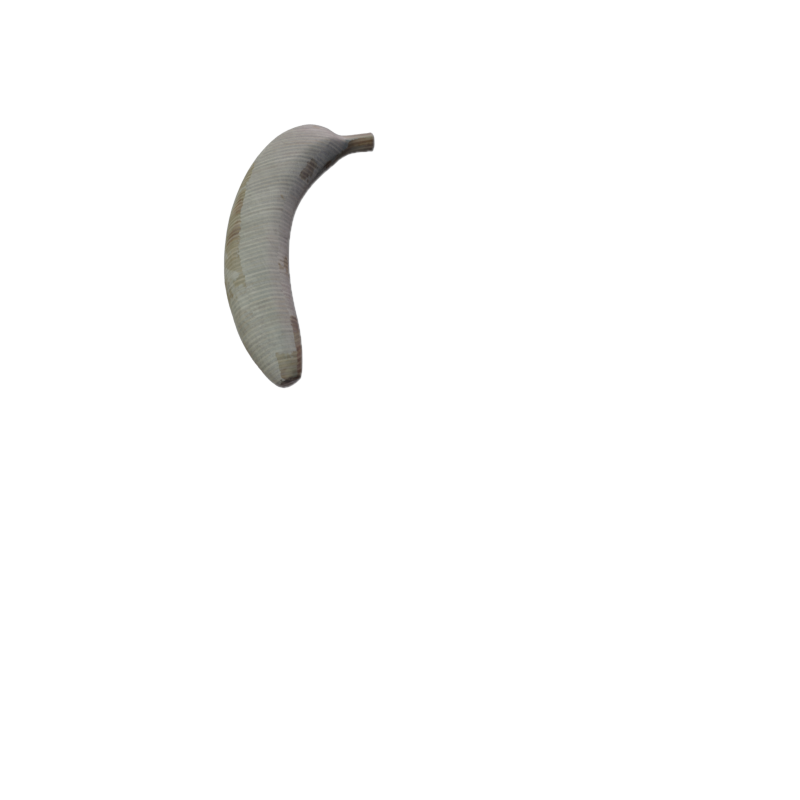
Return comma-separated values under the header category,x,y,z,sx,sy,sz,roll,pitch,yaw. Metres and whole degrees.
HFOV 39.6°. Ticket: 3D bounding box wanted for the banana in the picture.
category,x,y,z,sx,sy,sz,roll,pitch,yaw
banana,-0.068,-0.099,0.650,0.070,0.209,0.034,10,-35,6
